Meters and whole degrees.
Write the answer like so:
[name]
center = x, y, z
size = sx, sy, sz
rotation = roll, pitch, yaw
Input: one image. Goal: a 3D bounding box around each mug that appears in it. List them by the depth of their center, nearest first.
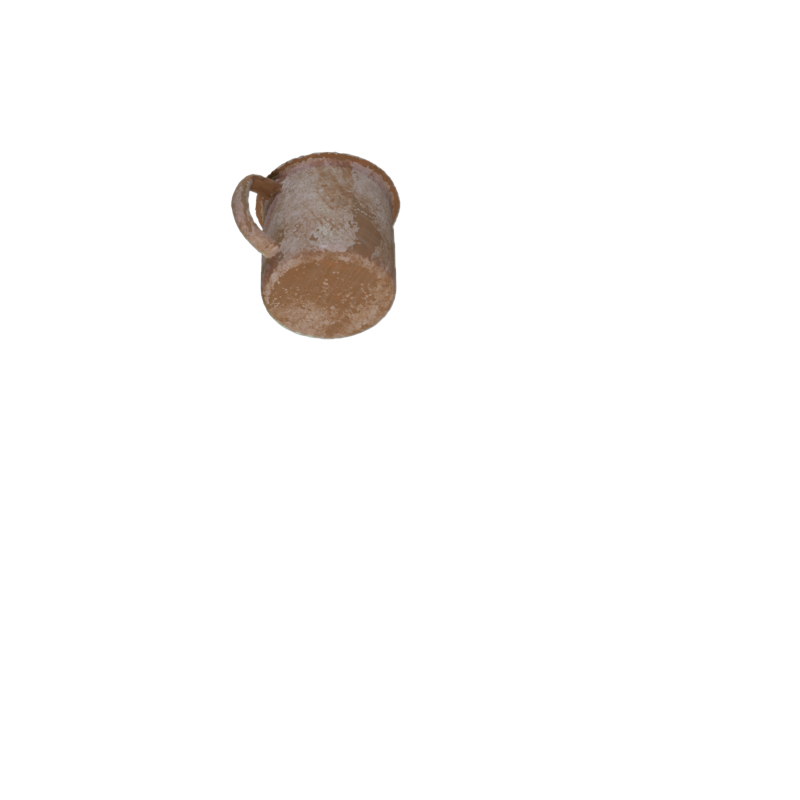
[mug]
center = -0.053, -0.097, 0.680
size = 0.110, 0.087, 0.092
rotation = 30, -50, -31
